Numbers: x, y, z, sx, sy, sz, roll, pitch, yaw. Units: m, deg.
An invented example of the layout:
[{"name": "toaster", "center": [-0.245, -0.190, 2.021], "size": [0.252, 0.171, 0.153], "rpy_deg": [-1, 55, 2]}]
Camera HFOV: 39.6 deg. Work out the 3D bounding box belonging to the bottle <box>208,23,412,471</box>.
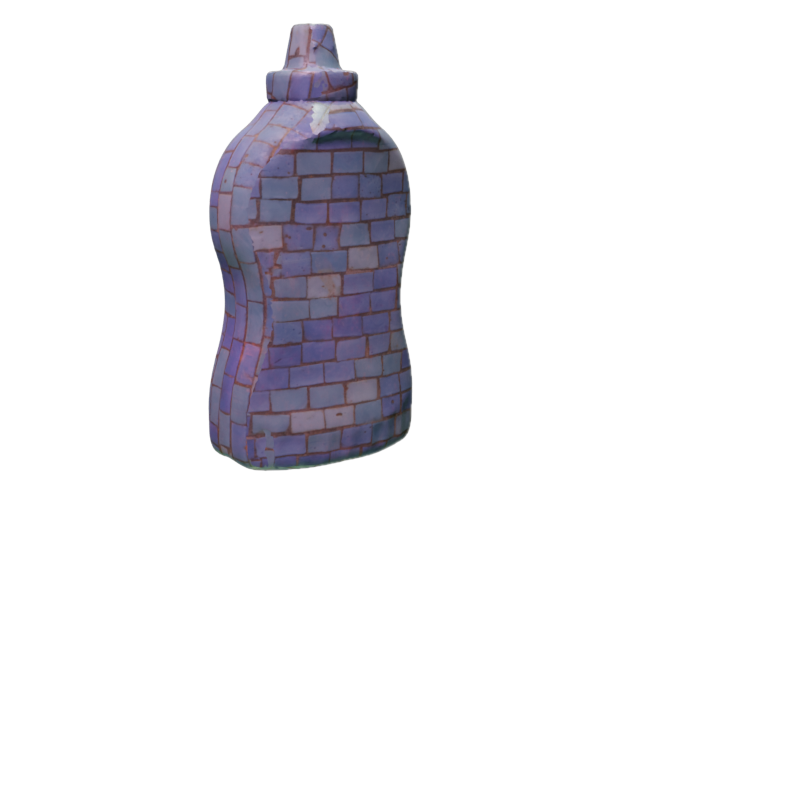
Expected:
[{"name": "bottle", "center": [-0.039, -0.071, 0.498], "size": [0.093, 0.188, 0.061], "rpy_deg": [-5, 10, -34]}]
